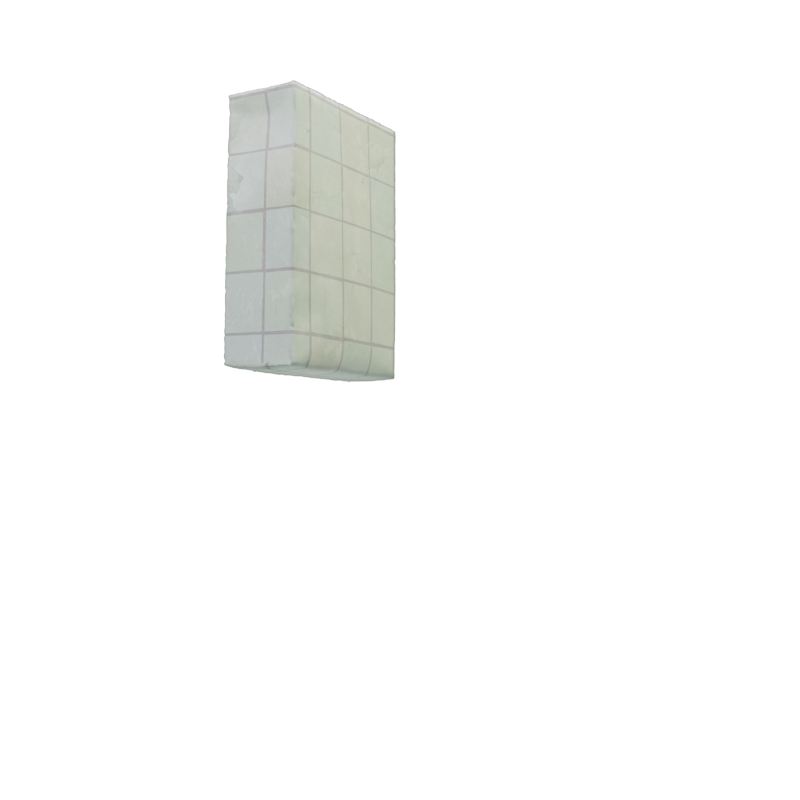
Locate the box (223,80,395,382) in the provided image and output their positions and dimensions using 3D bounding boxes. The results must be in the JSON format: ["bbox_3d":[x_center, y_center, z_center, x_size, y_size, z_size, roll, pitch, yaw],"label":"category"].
[{"bbox_3d":[-0.069,-0.126,0.882,0.074,0.219,0.156,-6,-9,28],"label":"box"}]
